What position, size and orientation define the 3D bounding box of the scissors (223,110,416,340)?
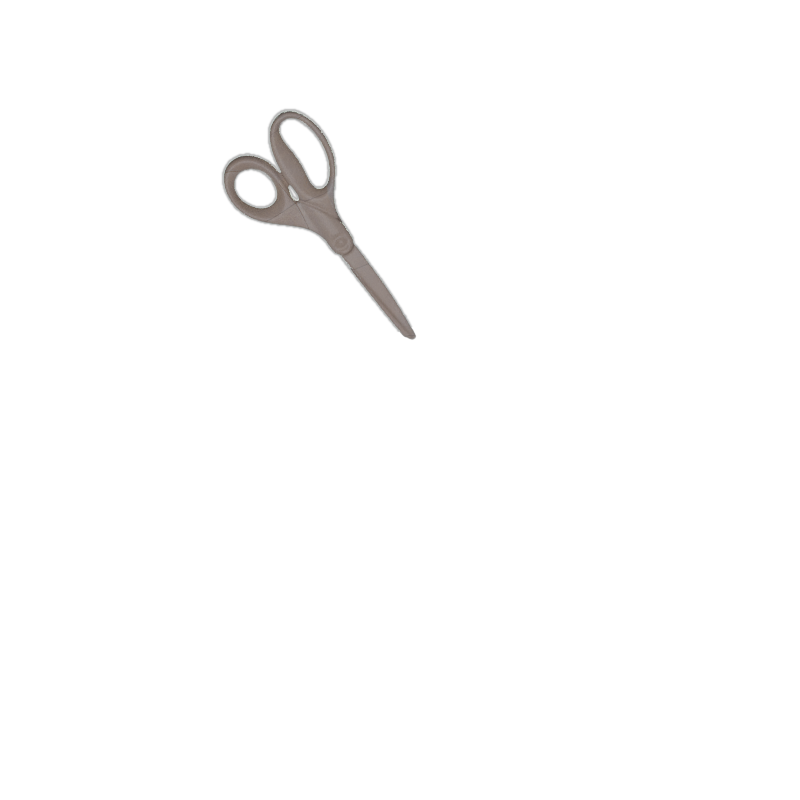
[{"bbox_3d":[-0.067,-0.121,0.851,0.096,0.196,0.016,-20,11,4],"label":"scissors"}]
